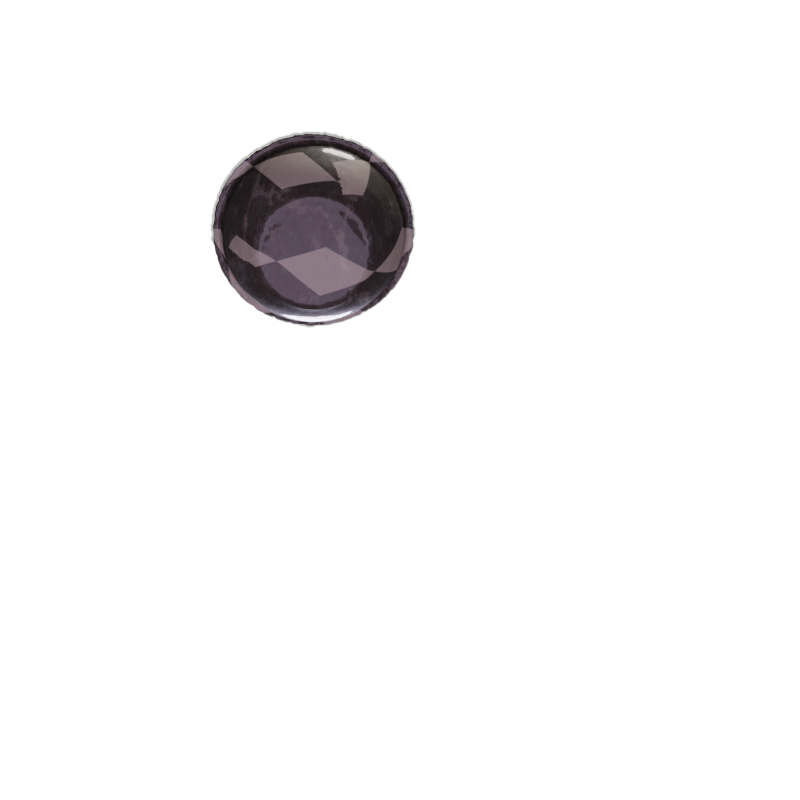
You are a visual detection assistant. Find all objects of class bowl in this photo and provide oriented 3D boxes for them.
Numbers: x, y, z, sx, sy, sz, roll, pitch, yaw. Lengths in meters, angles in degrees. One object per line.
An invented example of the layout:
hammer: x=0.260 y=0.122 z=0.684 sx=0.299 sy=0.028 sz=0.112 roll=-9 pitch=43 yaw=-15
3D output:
bowl: x=-0.068 y=-0.123 z=0.864 sx=0.162 sy=0.155 sz=0.057 roll=0 pitch=19 yaw=-1
